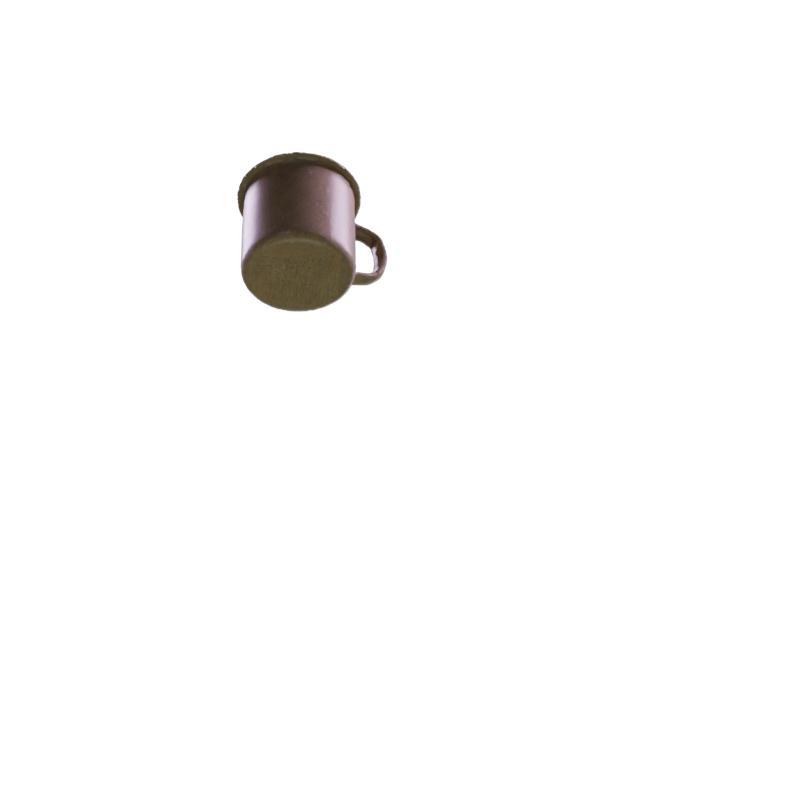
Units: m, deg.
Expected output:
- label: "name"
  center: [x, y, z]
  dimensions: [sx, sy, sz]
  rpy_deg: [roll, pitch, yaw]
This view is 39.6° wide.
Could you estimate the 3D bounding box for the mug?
- label: "mug"
  center: [-0.063, -0.115, 0.808]
  dimensions: [0.112, 0.087, 0.090]
  rpy_deg: [19, -45, -22]
